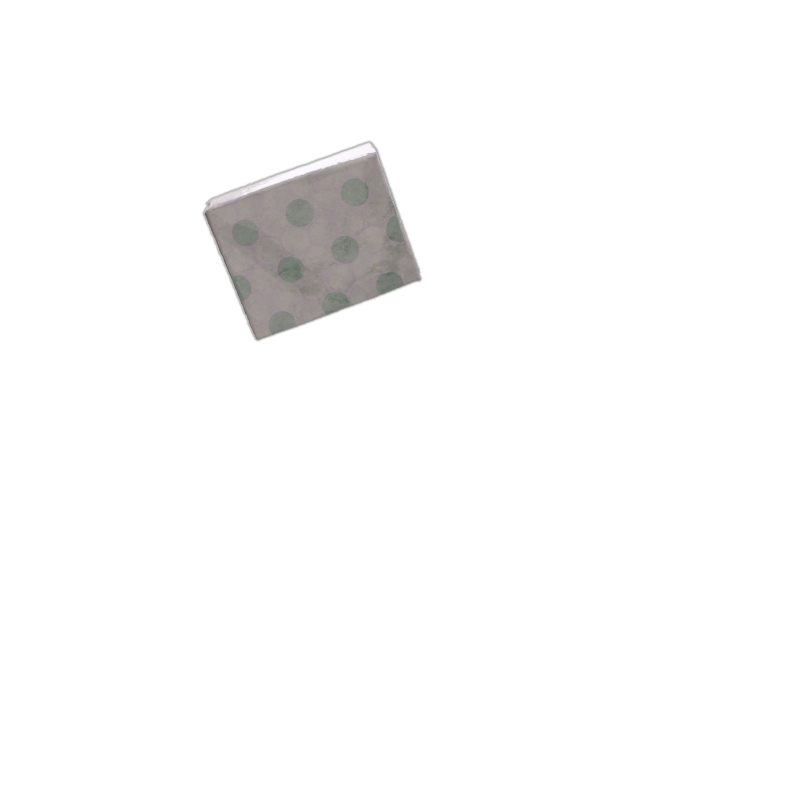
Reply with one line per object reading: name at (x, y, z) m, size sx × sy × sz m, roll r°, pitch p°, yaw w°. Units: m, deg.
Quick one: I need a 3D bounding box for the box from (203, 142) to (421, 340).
box at (-0.054, -0.099, 0.691) m, size 0.114 × 0.087 × 0.040 m, roll -19°, pitch 14°, yaw 4°
